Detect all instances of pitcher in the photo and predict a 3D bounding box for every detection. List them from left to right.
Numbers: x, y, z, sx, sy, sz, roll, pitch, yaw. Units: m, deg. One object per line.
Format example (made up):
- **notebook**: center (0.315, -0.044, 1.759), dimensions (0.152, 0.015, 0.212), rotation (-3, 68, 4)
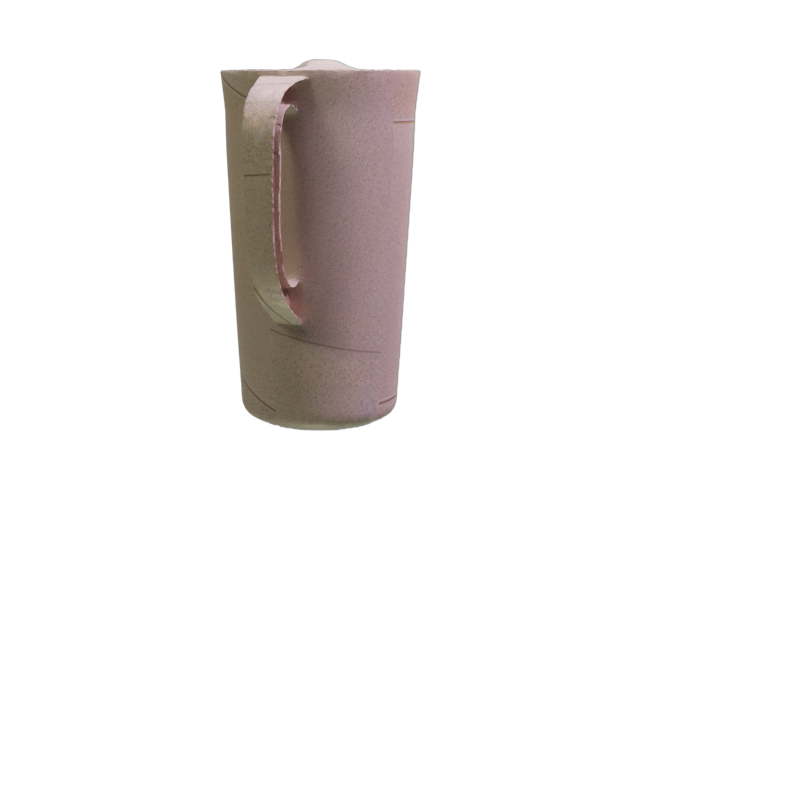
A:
- **pitcher**: center (-0.058, -0.107, 0.746), dimensions (0.145, 0.238, 0.152), rotation (-5, 11, -27)
